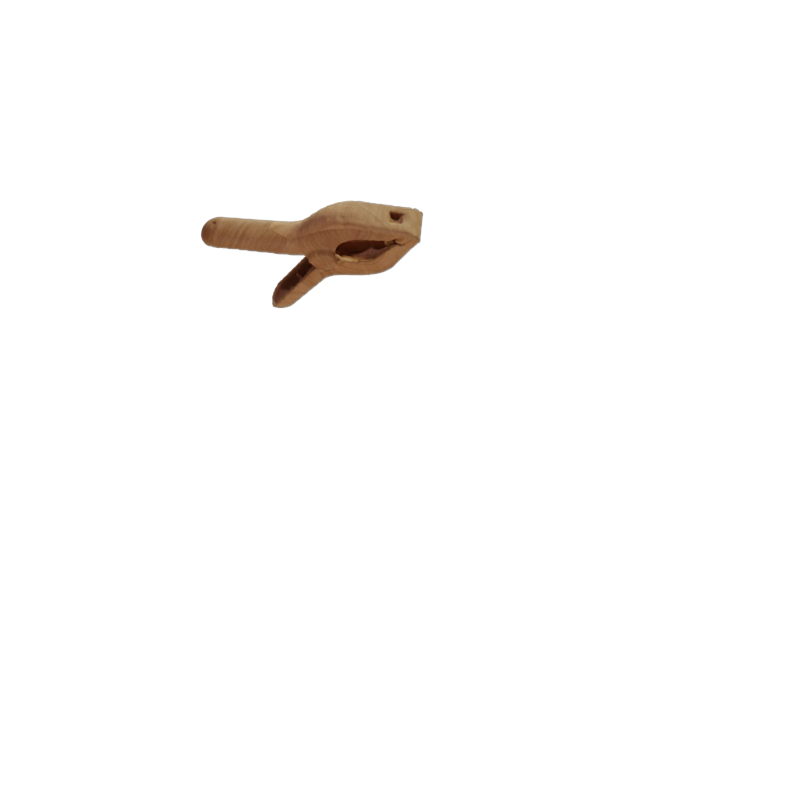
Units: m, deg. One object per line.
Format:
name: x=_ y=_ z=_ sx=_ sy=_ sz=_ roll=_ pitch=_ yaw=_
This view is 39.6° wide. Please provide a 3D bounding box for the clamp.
clamp: x=-0.068 y=-0.124 z=0.868 sx=0.173 sy=0.042 sz=0.112 roll=-17 pitch=-29 yaw=33
